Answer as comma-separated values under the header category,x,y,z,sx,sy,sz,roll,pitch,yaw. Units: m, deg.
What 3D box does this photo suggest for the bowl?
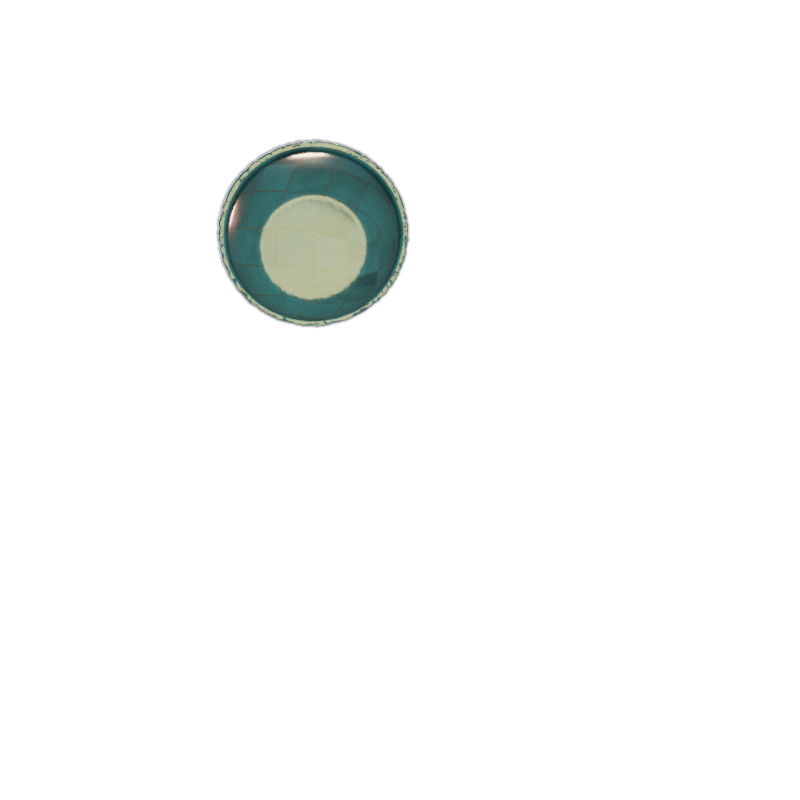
category,x,y,z,sx,sy,sz,roll,pitch,yaw
bowl,-0.072,-0.131,0.916,0.162,0.157,0.057,0,14,-1
